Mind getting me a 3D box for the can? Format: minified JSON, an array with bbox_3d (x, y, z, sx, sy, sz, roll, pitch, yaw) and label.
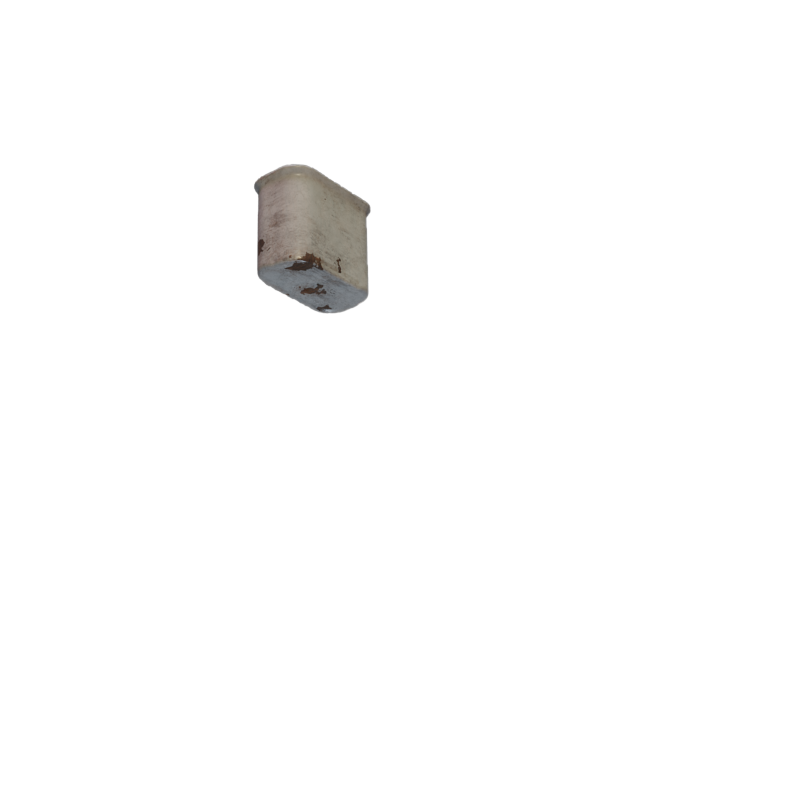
[{"bbox_3d":[-0.069,-0.125,0.877,0.058,0.089,0.095,-21,-32,34],"label":"can"}]
